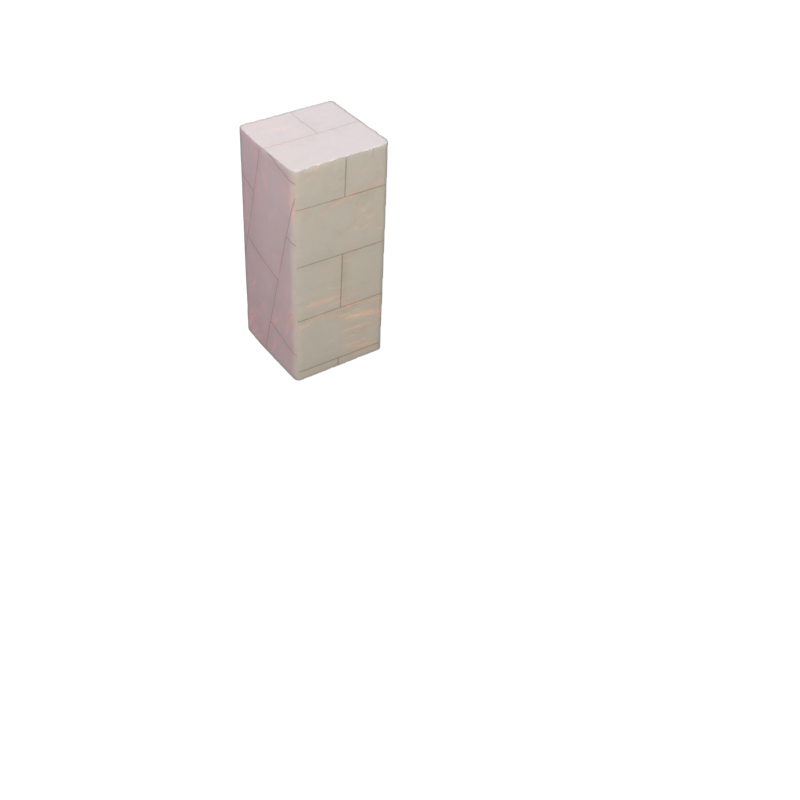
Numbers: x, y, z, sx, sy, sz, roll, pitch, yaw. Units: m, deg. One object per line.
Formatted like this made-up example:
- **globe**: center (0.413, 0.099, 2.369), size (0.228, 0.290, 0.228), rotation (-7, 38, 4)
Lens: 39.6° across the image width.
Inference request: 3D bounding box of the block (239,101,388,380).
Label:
- **block**: center (-0.073, -0.132, 0.930), size (0.090, 0.193, 0.097), rotation (-20, 42, -27)
